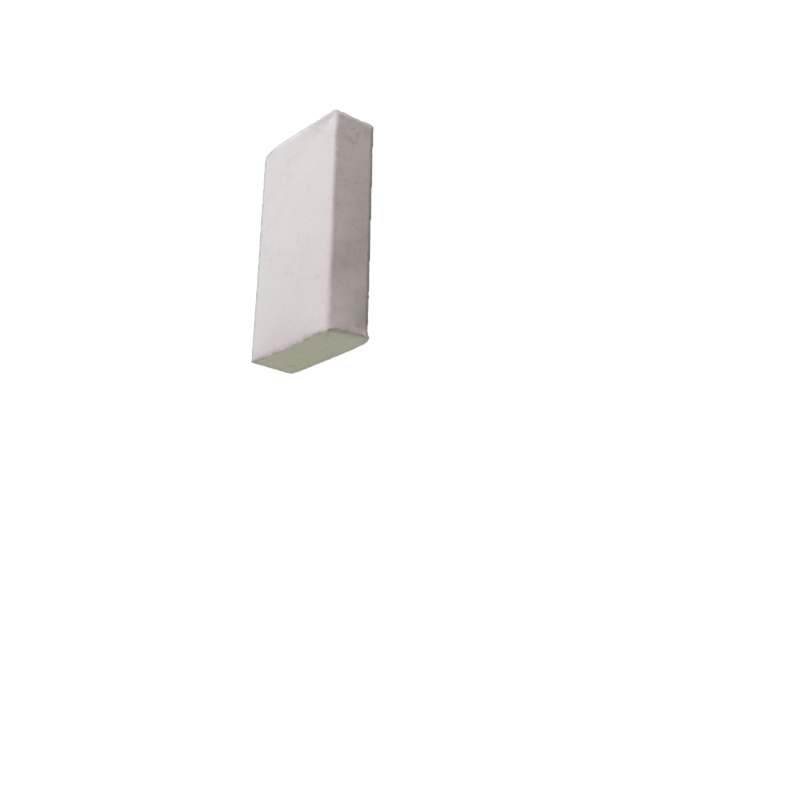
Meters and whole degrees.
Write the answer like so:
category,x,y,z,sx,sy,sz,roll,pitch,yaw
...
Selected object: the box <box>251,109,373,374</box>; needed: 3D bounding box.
category,x,y,z,sx,sy,sz,roll,pitch,yaw
box,-0.065,-0.117,0.820,0.045,0.186,0.094,17,-29,-38
